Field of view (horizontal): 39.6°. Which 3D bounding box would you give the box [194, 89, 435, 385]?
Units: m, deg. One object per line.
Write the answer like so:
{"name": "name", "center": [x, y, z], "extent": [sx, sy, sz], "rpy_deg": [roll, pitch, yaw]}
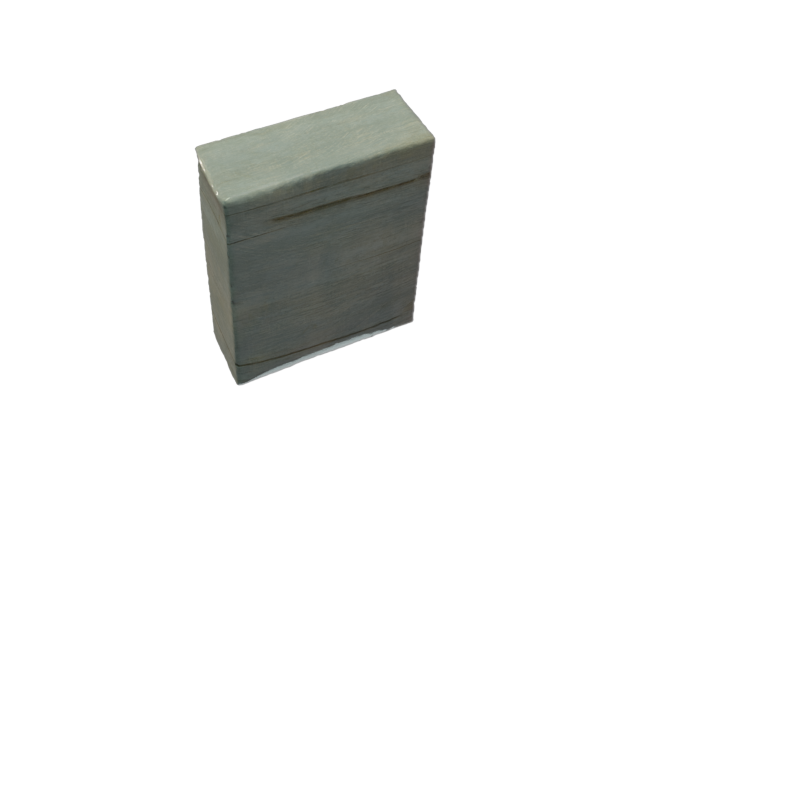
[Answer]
{"name": "box", "center": [-0.067, -0.123, 0.859], "extent": [0.163, 0.077, 0.199], "rpy_deg": [-20, -35, -18]}
